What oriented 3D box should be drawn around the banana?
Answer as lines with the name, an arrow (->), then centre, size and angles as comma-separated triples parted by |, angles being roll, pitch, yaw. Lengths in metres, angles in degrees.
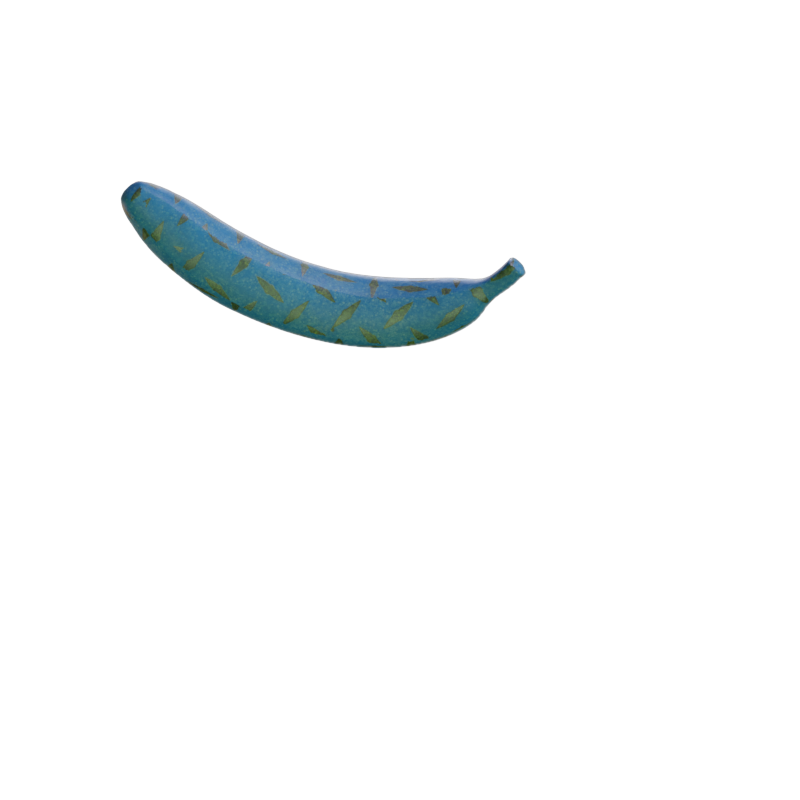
banana -> -0.043, -0.062, 0.553 | 0.196, 0.066, 0.039 | 10, 27, -5
